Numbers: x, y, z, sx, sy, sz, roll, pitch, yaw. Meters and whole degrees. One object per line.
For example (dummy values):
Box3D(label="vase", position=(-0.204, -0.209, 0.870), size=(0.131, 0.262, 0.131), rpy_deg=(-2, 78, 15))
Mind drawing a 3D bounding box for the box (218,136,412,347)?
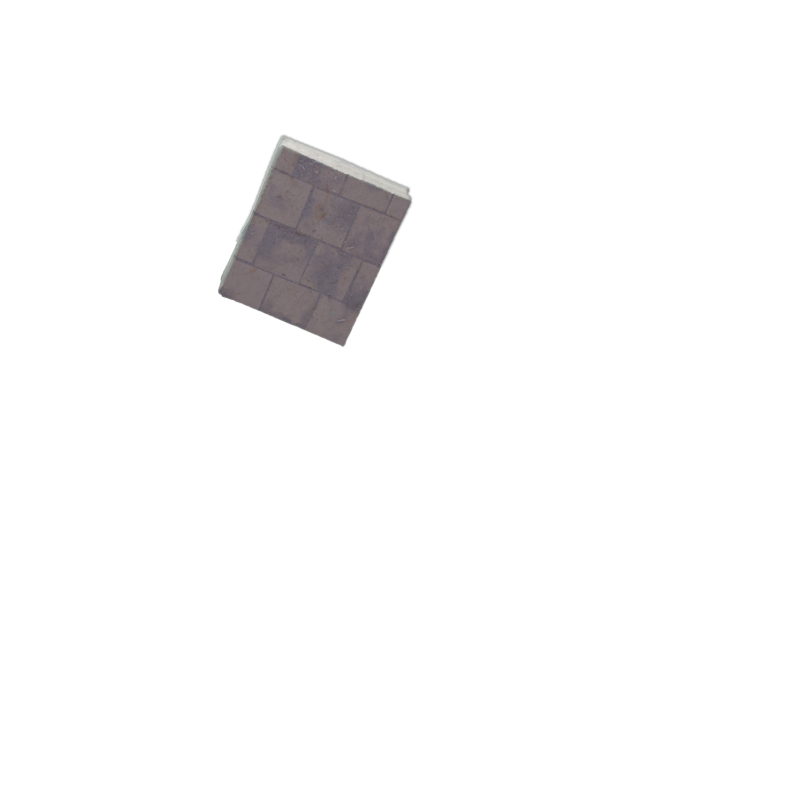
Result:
Box3D(label="box", position=(-0.045, -0.082, 0.578), size=(0.072, 0.087, 0.031), rpy_deg=(23, 16, -8))
